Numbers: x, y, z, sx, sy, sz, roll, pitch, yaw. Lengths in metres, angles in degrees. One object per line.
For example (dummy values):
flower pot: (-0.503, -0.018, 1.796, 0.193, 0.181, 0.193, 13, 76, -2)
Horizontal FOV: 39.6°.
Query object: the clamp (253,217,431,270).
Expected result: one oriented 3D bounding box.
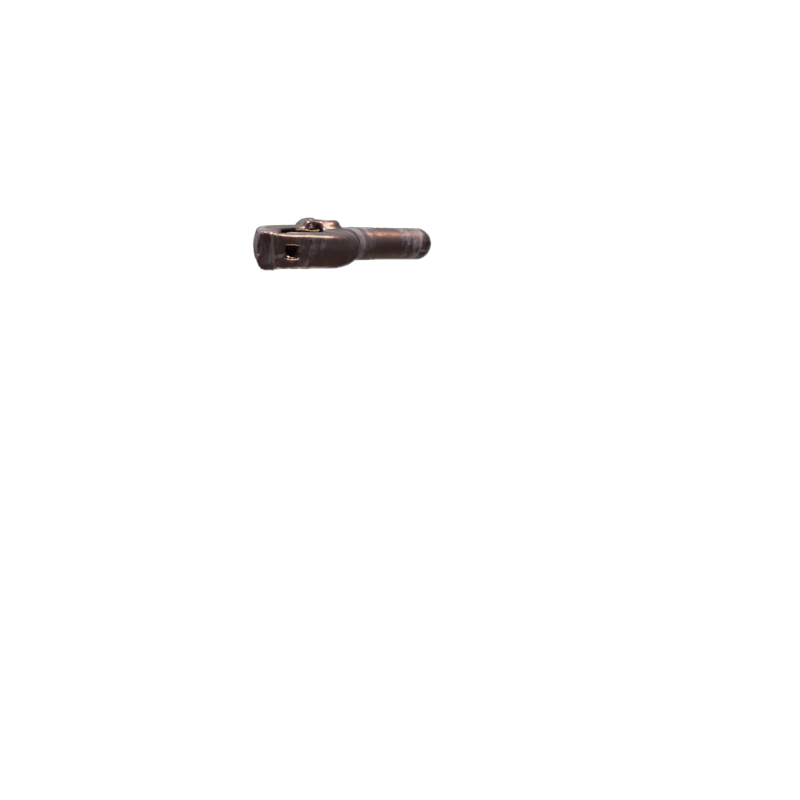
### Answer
clamp: (-0.067, -0.122, 0.856, 0.125, 0.039, 0.166, 5, 10, 34)
